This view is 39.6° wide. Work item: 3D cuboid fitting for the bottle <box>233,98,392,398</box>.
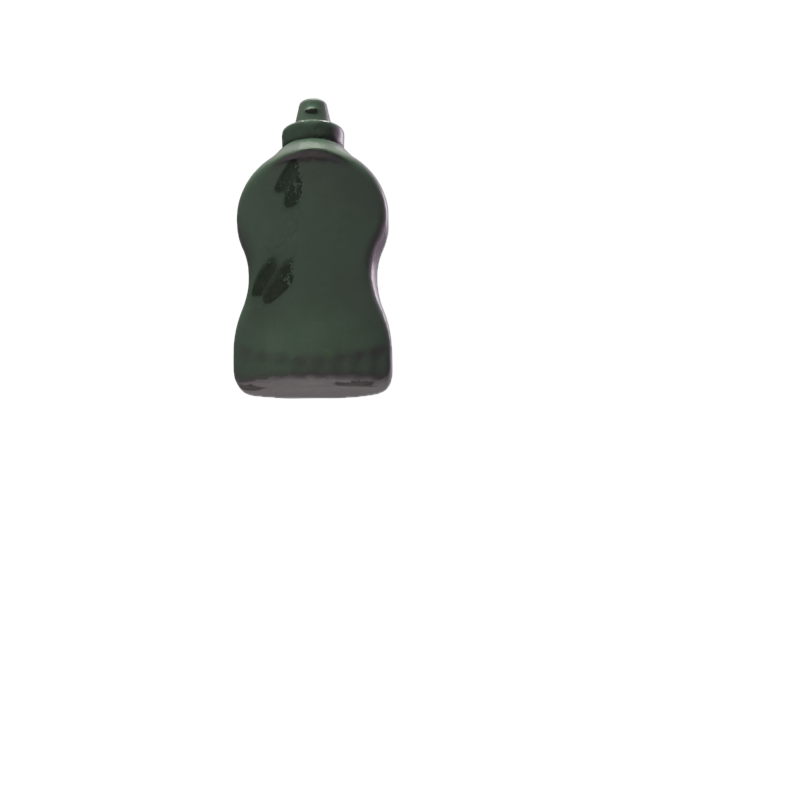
[{"bbox_3d":[-0.055,-0.100,0.699,0.096,0.200,0.056,-2,-18,3],"label":"bottle"}]
